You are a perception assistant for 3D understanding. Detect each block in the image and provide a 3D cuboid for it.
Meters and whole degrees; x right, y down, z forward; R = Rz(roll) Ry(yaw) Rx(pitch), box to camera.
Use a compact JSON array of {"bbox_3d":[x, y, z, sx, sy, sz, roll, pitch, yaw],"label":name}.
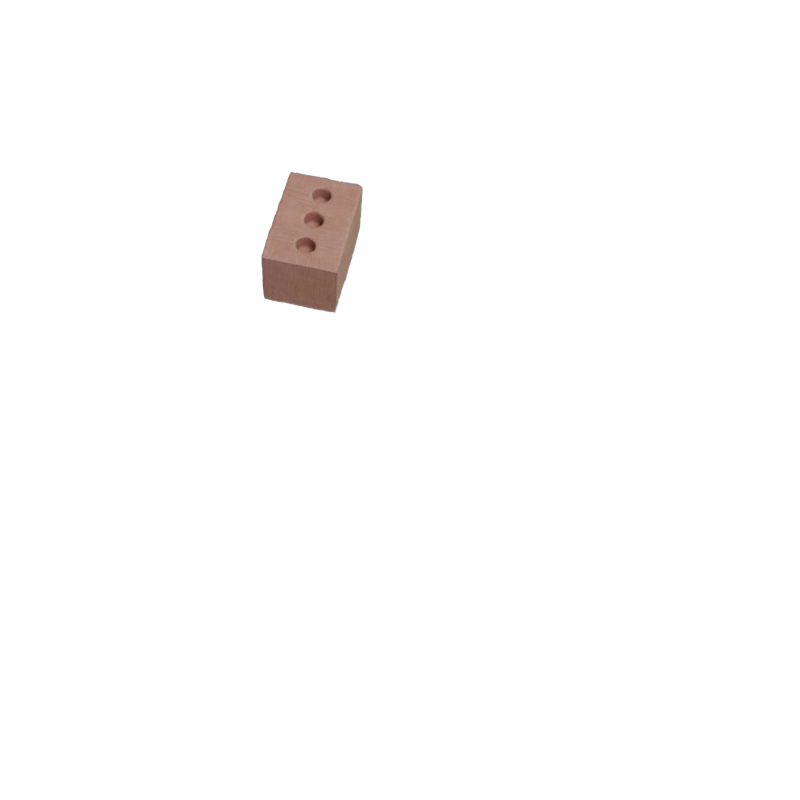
[{"bbox_3d":[-0.059,-0.108,0.756,0.053,0.082,0.048,11,-33,5],"label":"block"}]
